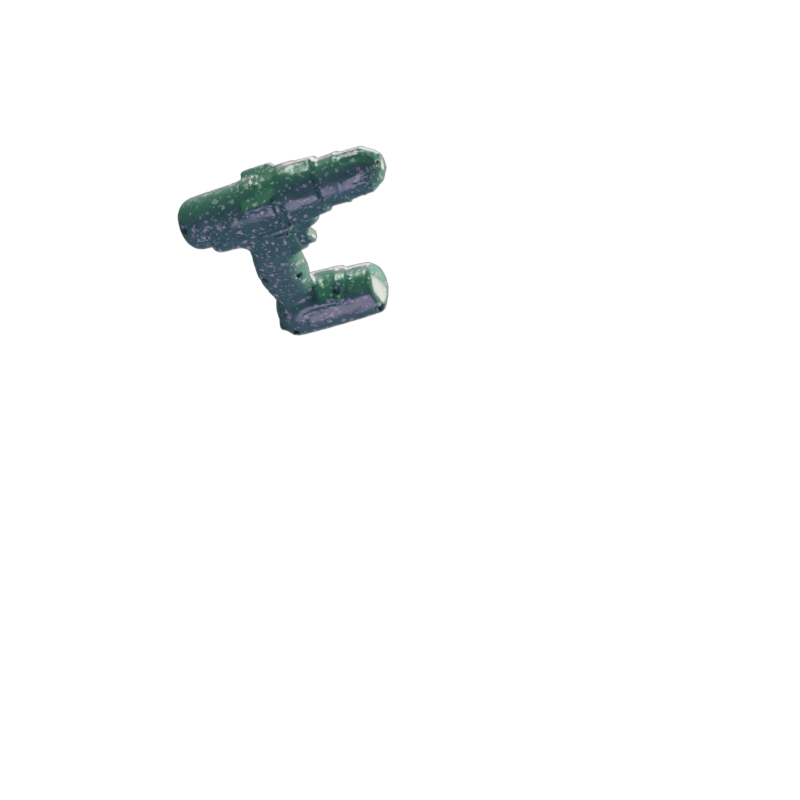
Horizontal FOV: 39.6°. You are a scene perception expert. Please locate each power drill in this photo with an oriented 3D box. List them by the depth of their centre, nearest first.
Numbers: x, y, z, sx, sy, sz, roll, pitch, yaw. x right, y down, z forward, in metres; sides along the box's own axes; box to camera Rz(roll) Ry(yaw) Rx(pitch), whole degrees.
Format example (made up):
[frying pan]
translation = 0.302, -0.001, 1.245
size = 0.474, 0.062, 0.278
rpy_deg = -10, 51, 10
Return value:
[power drill]
translation = -0.076, -0.139, 0.972
size = 0.186, 0.061, 0.173
rpy_deg = -13, -37, 17
